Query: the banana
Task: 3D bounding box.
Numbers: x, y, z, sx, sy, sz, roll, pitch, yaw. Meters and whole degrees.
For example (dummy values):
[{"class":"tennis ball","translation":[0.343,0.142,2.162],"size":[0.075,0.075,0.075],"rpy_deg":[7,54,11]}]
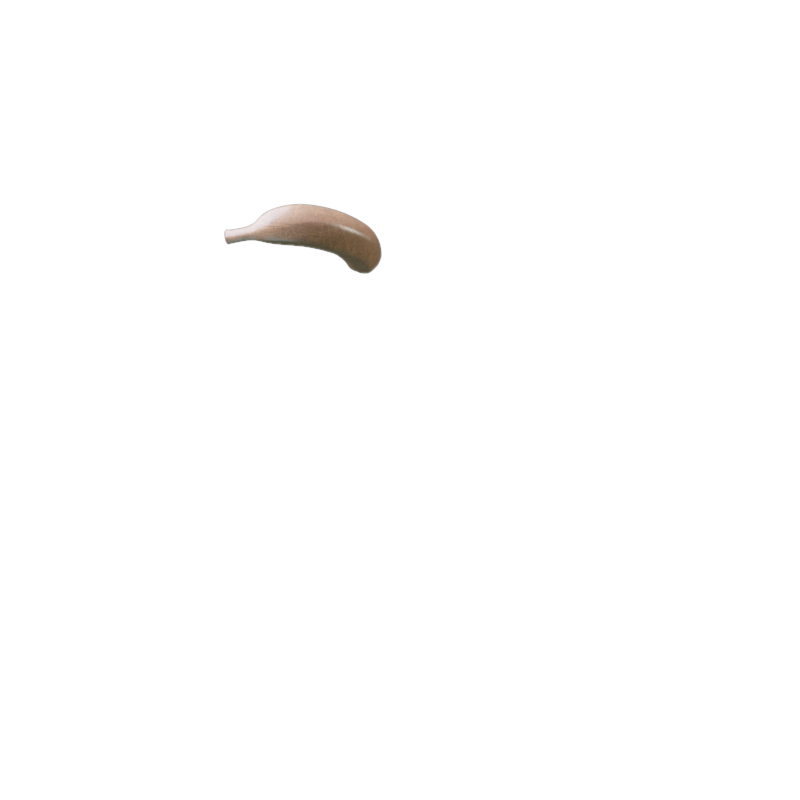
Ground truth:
[{"class":"banana","translation":[-0.063,-0.141,0.962],"size":[0.071,0.038,0.188],"rpy_deg":[-5,-8,36]}]
